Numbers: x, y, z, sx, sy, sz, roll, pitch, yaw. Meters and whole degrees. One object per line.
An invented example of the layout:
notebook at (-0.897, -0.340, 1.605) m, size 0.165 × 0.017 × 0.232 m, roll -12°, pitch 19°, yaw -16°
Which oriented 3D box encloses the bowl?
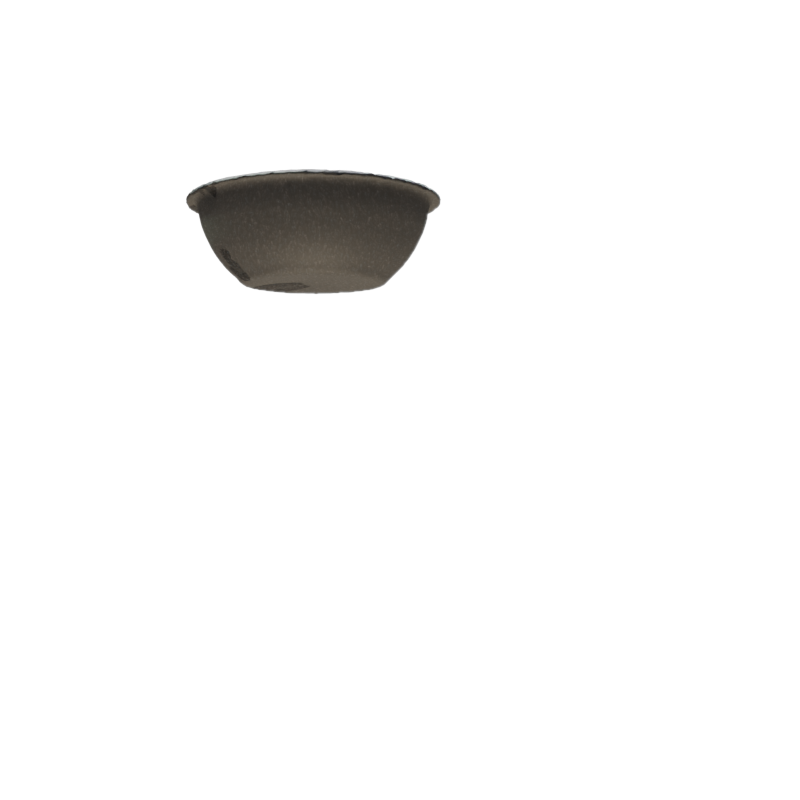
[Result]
bowl at (-0.055, -0.100, 0.703) m, size 0.162 × 0.056 × 0.160 m, roll 0°, pitch -3°, yaw -2°
